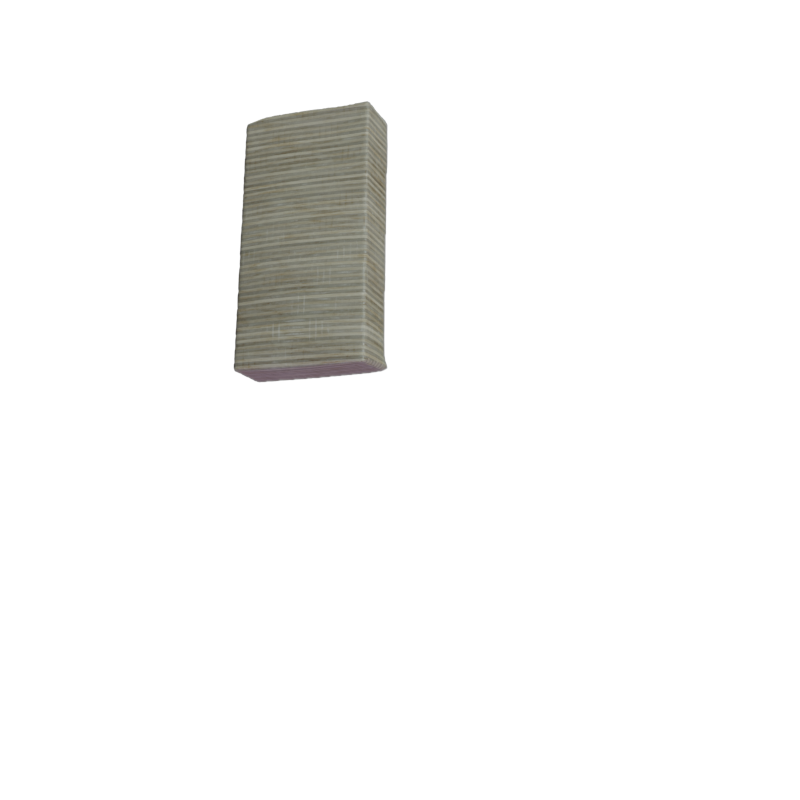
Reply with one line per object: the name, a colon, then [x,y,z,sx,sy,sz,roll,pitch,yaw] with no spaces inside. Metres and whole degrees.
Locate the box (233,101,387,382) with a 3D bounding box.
box: [-0.057,-0.104,0.729,0.095,0.183,0.045,-7,-17,20]
